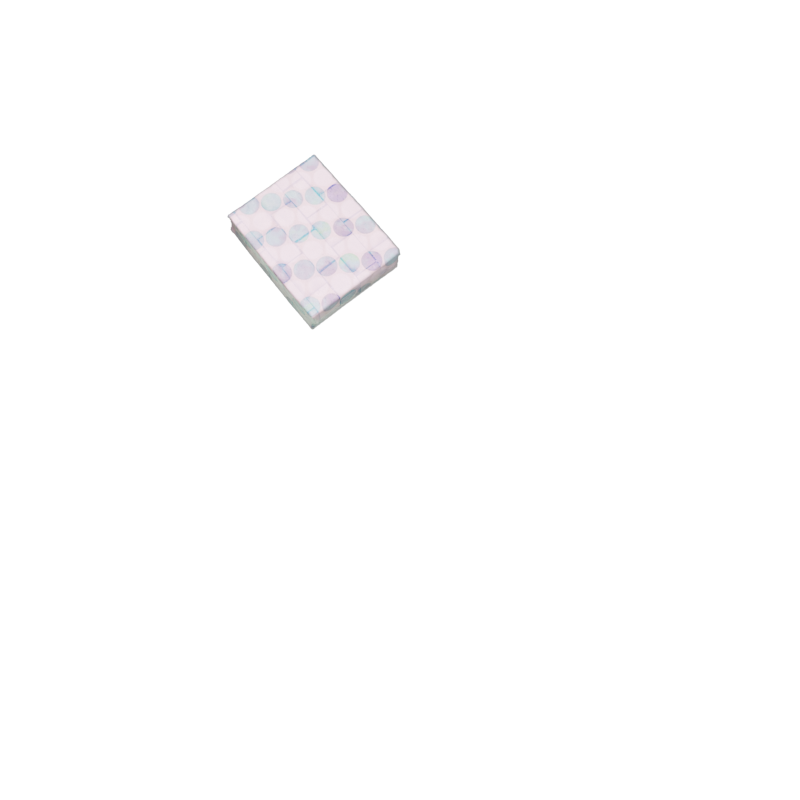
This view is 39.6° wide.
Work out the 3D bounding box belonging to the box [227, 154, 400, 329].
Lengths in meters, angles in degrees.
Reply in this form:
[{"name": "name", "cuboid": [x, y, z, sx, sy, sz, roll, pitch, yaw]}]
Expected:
[{"name": "box", "cuboid": [-0.070, -0.127, 0.891, 0.090, 0.119, 0.037, -37, -18, -15]}]
